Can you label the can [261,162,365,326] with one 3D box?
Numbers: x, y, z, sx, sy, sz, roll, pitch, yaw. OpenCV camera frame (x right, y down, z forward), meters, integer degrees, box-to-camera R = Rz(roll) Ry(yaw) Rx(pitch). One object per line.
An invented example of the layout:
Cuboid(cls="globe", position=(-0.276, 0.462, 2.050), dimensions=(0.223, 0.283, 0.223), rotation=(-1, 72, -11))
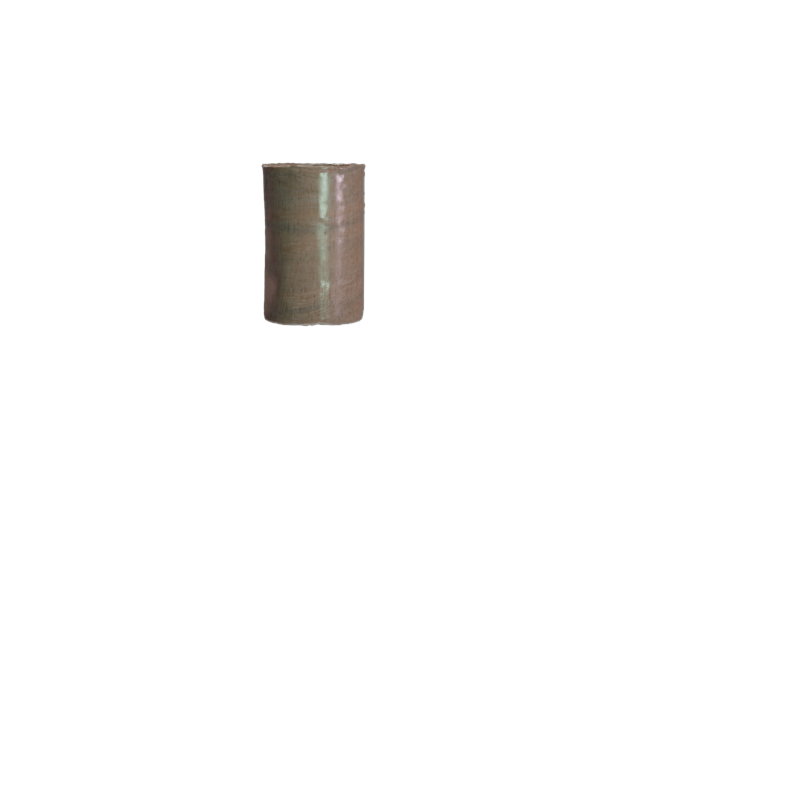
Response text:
Cuboid(cls="can", position=(-0.057, -0.104, 0.725), dimensions=(0.068, 0.101, 0.070), rotation=(0, 8, -2))
